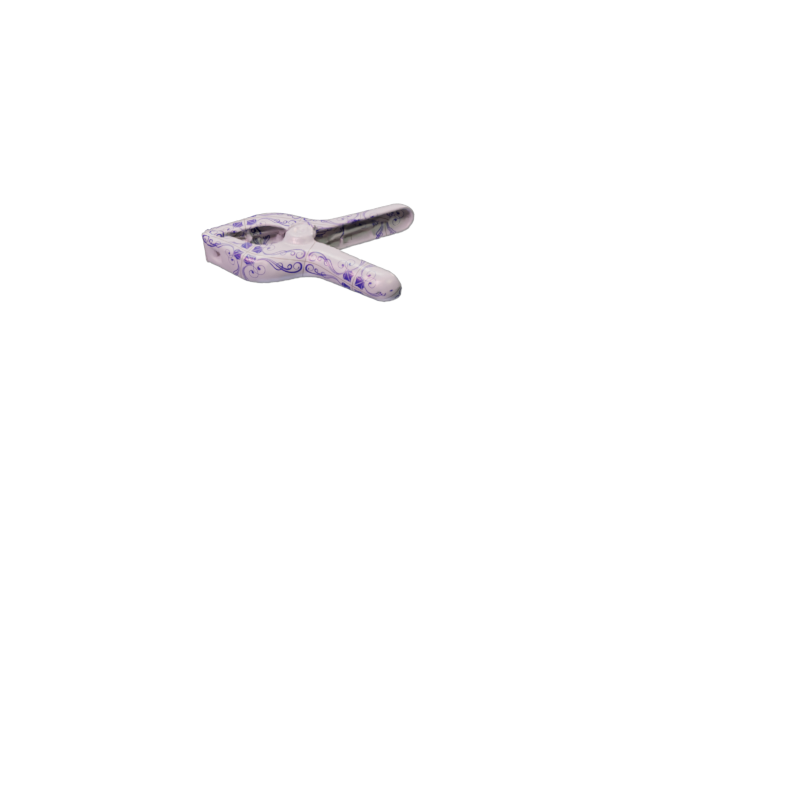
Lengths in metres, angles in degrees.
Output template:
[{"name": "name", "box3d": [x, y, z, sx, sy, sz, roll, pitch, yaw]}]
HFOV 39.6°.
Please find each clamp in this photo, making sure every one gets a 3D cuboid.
[{"name": "clamp", "box3d": [-0.070, -0.127, 0.889, 0.176, 0.037, 0.125, 10, 34, 14]}]
